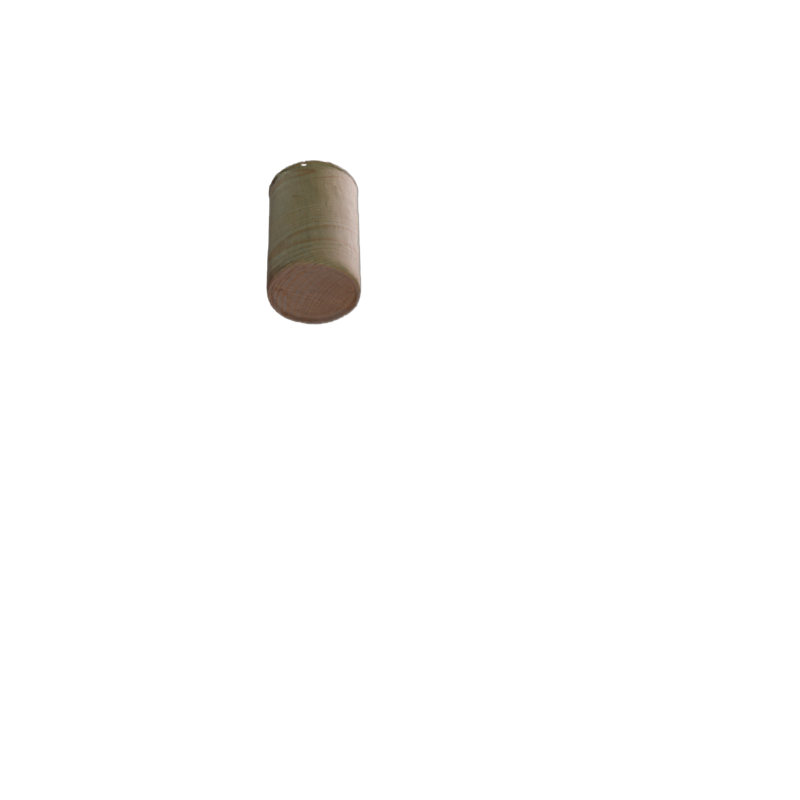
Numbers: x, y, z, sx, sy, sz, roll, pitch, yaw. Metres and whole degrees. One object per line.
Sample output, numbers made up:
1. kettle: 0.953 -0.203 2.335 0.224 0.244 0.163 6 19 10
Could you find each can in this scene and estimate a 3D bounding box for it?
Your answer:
1. can: -0.063 -0.114 0.801 0.068 0.110 0.064 -1 -40 -3
